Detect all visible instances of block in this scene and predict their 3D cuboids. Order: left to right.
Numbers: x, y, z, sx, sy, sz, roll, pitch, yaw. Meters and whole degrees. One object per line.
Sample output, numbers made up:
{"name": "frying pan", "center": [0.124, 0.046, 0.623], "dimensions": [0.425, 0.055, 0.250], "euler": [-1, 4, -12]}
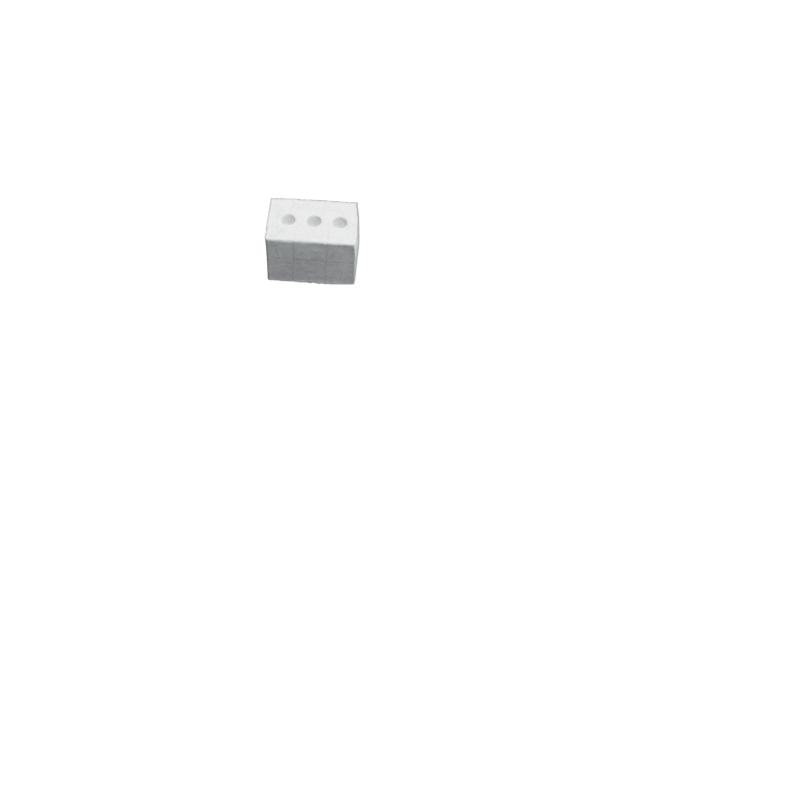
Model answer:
{"name": "block", "center": [-0.074, -0.136, 0.950], "dimensions": [0.078, 0.056, 0.048], "euler": [3, -42, 1]}
